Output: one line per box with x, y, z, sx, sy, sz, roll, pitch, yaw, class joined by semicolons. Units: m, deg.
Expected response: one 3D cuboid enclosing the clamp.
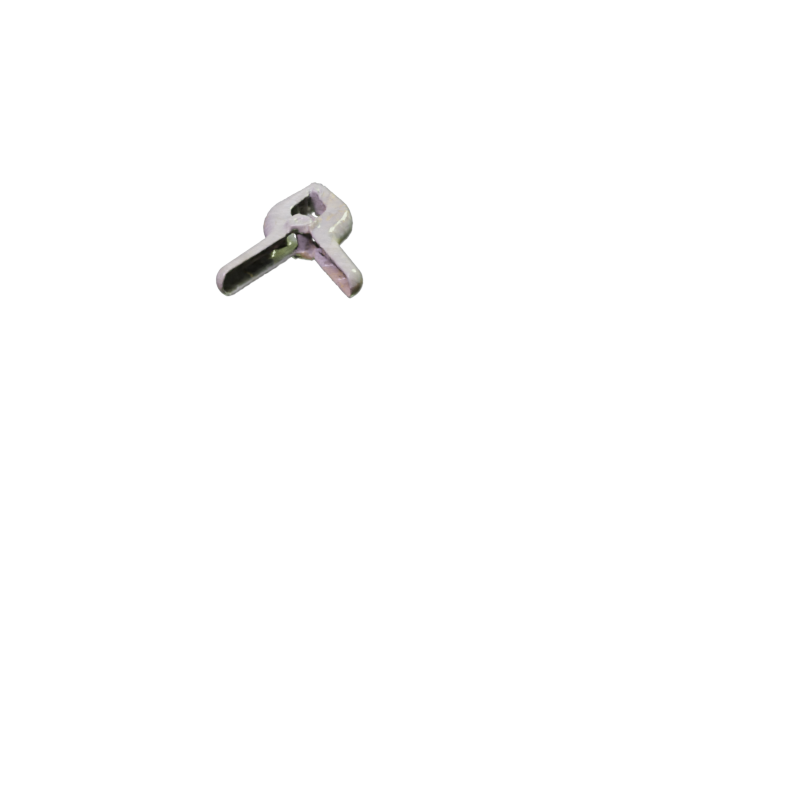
-0.075;-0.136;0.955;0.123;0.037;0.179;10;40;12;clamp
